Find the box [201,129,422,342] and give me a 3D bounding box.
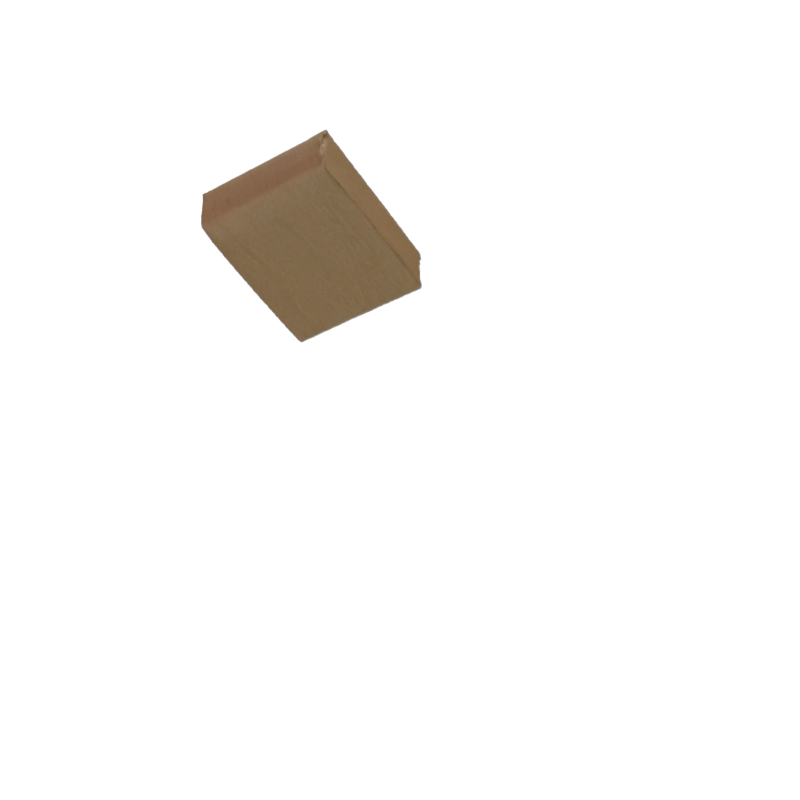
[{"bbox_3d":[-0.052,-0.095,0.665,0.090,0.042,0.105,-24,-51,21],"label":"box"}]
